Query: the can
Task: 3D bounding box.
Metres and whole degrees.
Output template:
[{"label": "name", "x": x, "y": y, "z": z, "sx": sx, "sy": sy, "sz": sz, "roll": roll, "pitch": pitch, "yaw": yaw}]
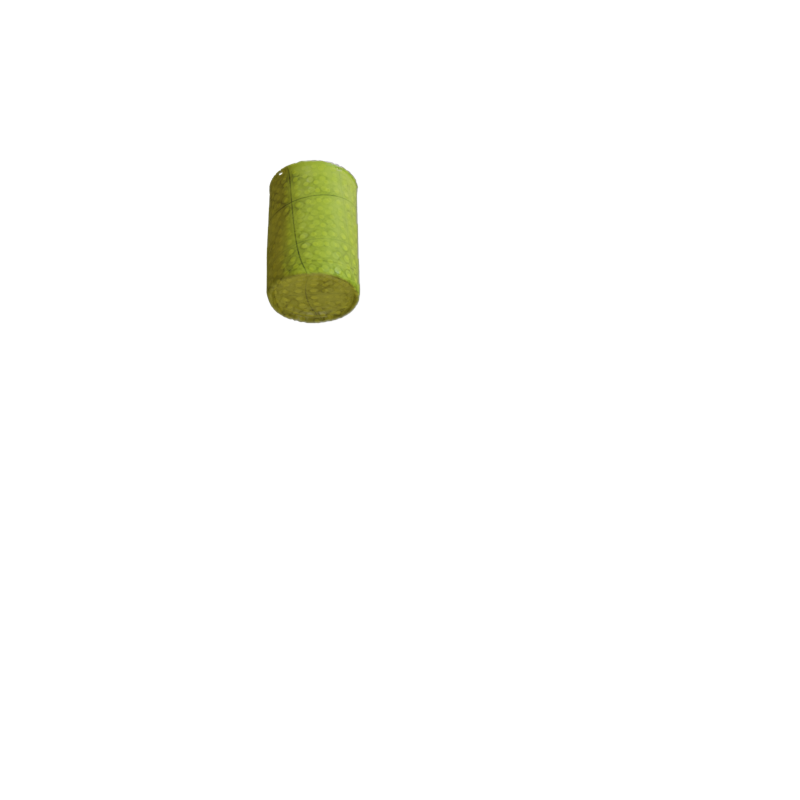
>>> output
[{"label": "can", "x": -0.064, "y": -0.117, "z": 0.817, "sx": 0.068, "sy": 0.109, "sz": 0.064, "roll": -1, "pitch": -33, "yaw": -2}]
